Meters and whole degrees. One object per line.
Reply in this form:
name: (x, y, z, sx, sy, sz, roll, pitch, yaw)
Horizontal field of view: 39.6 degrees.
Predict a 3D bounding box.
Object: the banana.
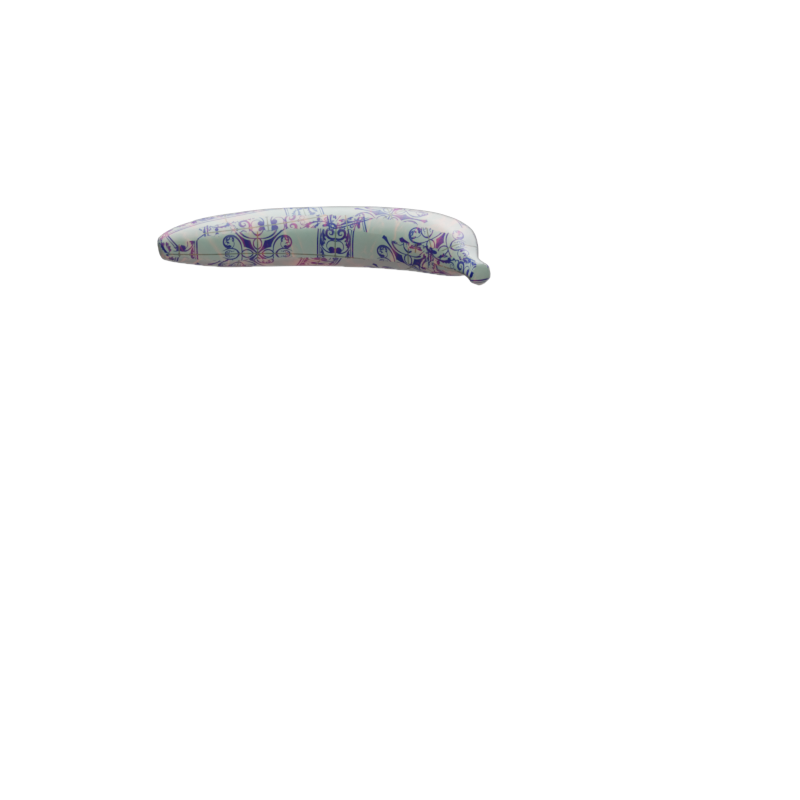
banana: (-0.039, -0.092, 0.634, 0.204, 0.036, 0.069, 5, 12, 21)
